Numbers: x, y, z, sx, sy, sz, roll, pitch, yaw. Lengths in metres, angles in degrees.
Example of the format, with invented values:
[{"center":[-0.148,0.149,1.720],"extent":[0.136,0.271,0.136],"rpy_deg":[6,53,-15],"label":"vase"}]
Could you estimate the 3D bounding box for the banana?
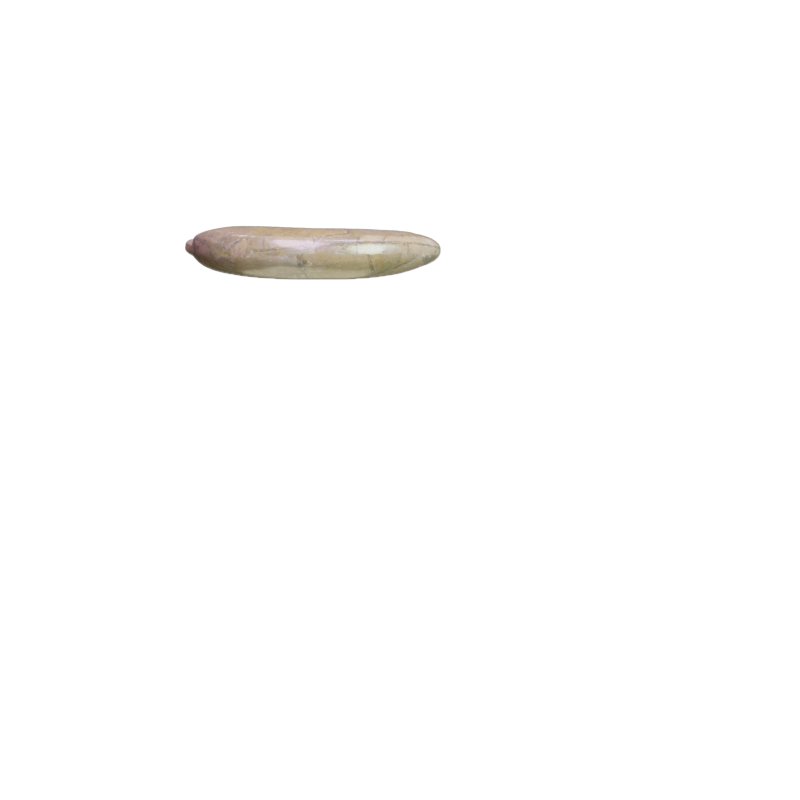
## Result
[{"center":[-0.071,-0.112,0.817],"extent":[0.200,0.035,0.072],"rpy_deg":[4,22,8],"label":"banana"}]
